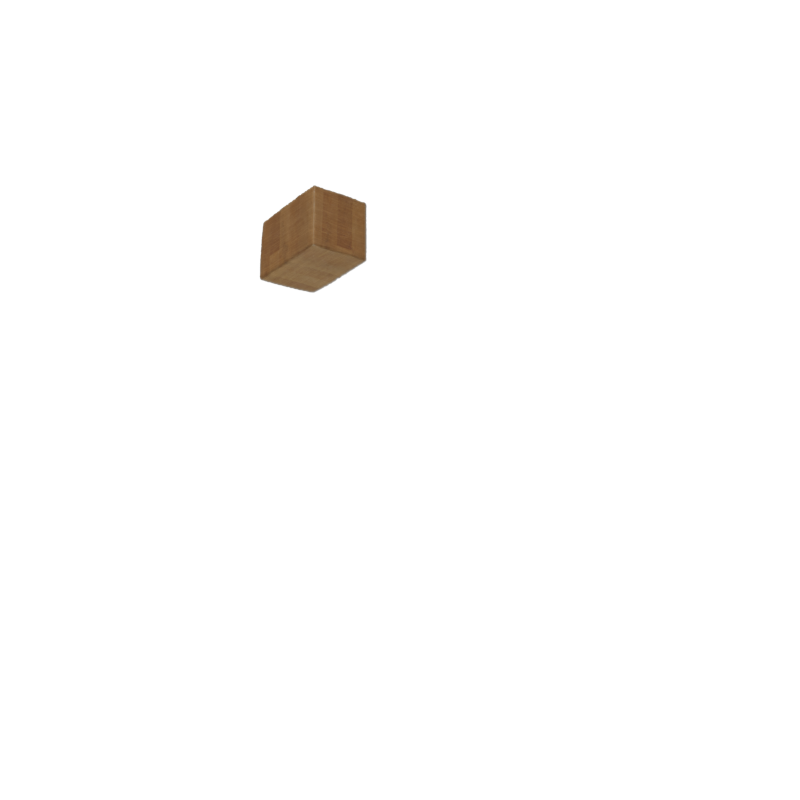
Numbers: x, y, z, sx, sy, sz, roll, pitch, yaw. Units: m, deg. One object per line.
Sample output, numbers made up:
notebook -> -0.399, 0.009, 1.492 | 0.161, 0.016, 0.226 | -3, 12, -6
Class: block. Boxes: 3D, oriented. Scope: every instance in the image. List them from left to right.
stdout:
block -> -0.069, -0.125, 0.876 | 0.050, 0.054, 0.078 | 16, -27, -34
